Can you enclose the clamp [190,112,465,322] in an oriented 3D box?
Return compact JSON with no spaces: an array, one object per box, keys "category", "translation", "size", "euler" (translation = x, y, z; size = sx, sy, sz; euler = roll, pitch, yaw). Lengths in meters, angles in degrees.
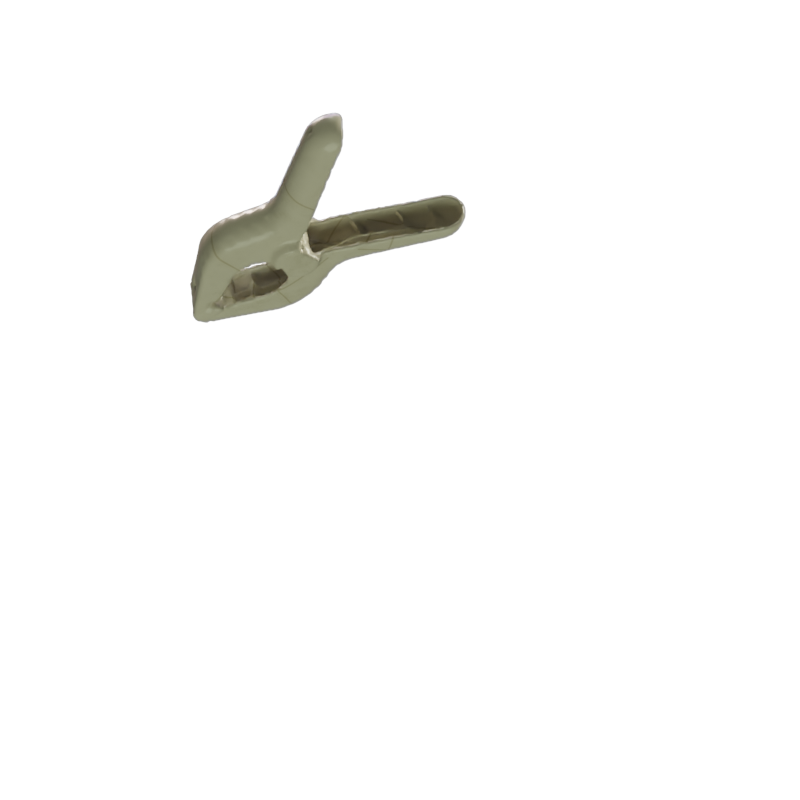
[{"category":"clamp","translation":[-0.050,-0.091,0.640],"size":[0.113,0.042,0.170],"euler":[26,-42,-33]}]
